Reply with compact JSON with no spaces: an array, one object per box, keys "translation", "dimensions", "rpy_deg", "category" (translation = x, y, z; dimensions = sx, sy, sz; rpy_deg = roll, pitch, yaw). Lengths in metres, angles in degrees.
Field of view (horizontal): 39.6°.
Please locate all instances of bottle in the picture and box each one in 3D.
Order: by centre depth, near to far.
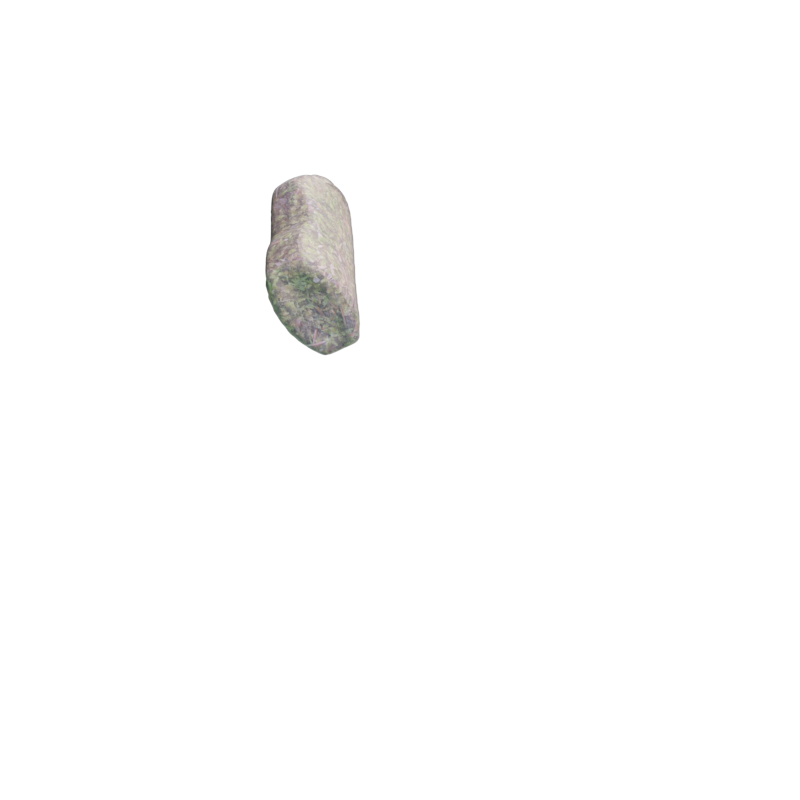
[{"translation":[-0.071,-0.130,0.912],"dimensions":[0.058,0.089,0.205],"rpy_deg":[-27,35,16],"category":"bottle"}]
